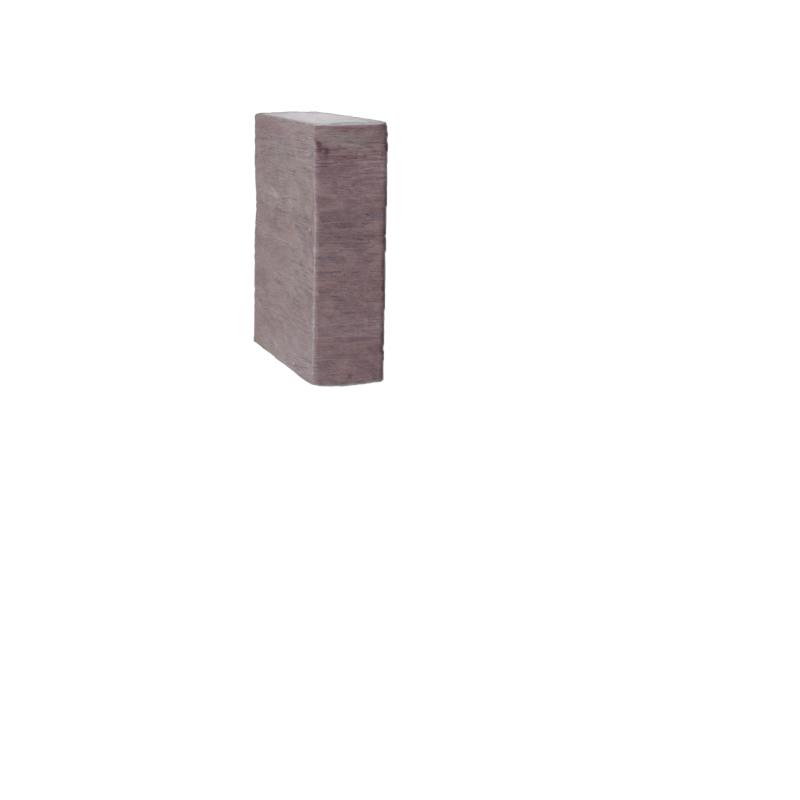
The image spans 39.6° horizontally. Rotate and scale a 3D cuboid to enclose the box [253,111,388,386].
[{"bbox_3d":[-0.074,-0.135,0.947,0.070,0.208,0.173,-4,13,-23],"label":"box"}]
